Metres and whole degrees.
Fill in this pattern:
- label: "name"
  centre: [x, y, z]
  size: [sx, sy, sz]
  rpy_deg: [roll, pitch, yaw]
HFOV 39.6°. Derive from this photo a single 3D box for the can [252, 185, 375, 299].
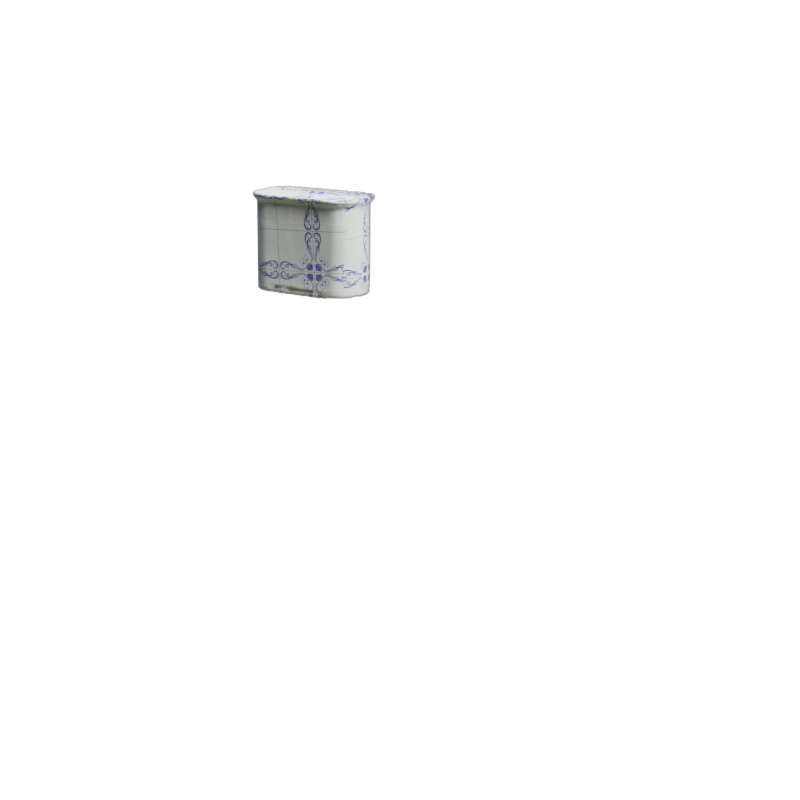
- label: "can"
  centre: [-0.073, -0.133, 0.934]
  size: [0.106, 0.081, 0.057]
  rpy_deg: [9, 16, 29]
